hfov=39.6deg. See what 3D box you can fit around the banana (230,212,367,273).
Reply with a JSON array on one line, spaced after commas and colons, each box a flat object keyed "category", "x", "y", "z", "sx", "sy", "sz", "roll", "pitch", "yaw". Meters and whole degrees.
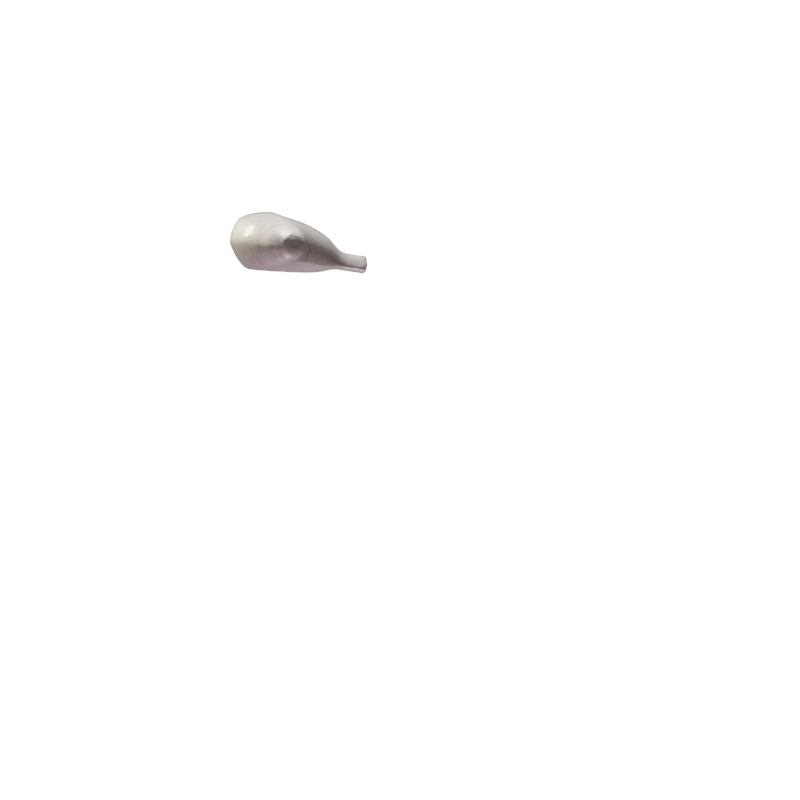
[{"category": "banana", "x": -0.072, "y": -0.100, "z": 0.703, "sx": 0.071, "sy": 0.037, "sz": 0.195, "roll": 1, "pitch": 5, "yaw": 10}]
